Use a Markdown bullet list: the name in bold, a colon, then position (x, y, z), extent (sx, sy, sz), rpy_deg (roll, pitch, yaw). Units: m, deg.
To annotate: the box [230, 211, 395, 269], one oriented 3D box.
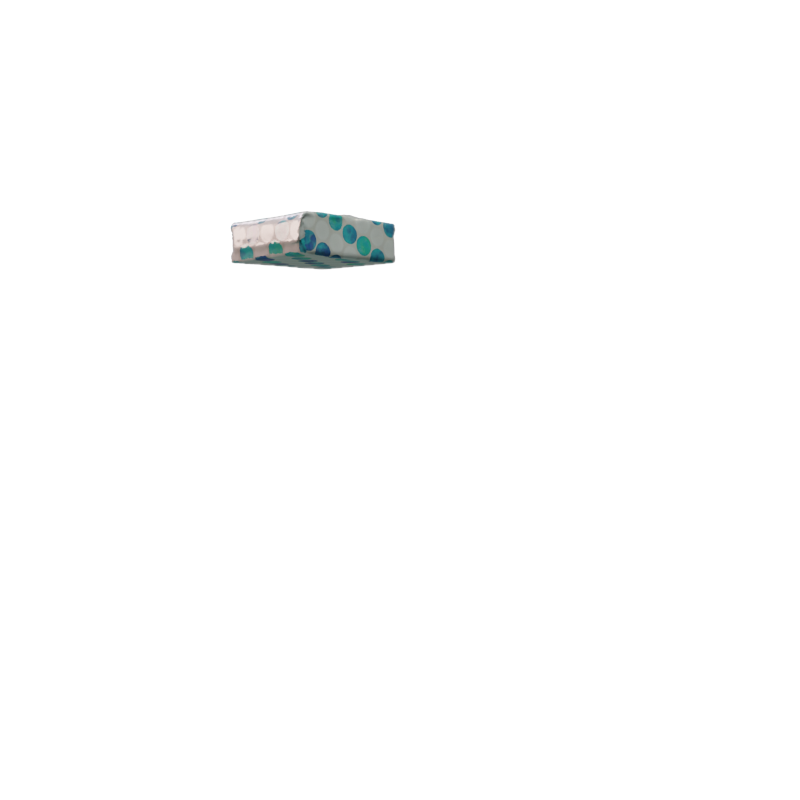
- **box**: position (-0.059, -0.108, 0.754), extent (0.076, 0.030, 0.085), rpy_deg (0, 0, 44)
